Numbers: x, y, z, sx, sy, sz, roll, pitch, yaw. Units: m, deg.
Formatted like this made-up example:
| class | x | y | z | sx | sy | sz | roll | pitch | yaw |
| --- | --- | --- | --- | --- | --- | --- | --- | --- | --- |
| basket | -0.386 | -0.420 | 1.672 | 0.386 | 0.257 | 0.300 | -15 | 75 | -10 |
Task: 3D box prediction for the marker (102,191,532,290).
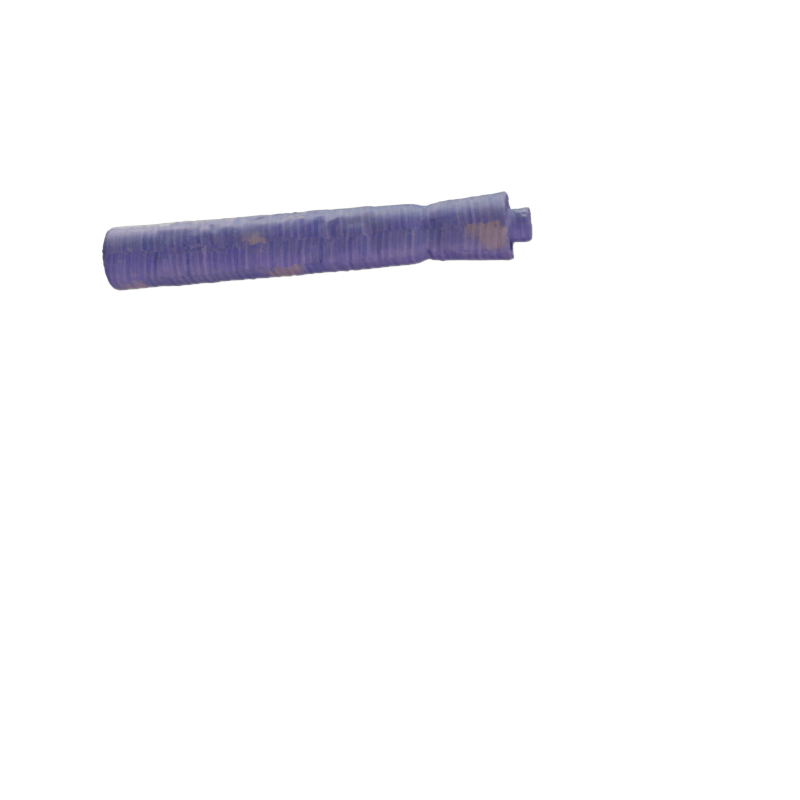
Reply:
| class | x | y | z | sx | sy | sz | roll | pitch | yaw |
| --- | --- | --- | --- | --- | --- | --- | --- | --- | --- |
| marker | -0.024 | -0.045 | 0.312 | 0.123 | 0.020 | 0.019 | -3 | 3 | 13 |
